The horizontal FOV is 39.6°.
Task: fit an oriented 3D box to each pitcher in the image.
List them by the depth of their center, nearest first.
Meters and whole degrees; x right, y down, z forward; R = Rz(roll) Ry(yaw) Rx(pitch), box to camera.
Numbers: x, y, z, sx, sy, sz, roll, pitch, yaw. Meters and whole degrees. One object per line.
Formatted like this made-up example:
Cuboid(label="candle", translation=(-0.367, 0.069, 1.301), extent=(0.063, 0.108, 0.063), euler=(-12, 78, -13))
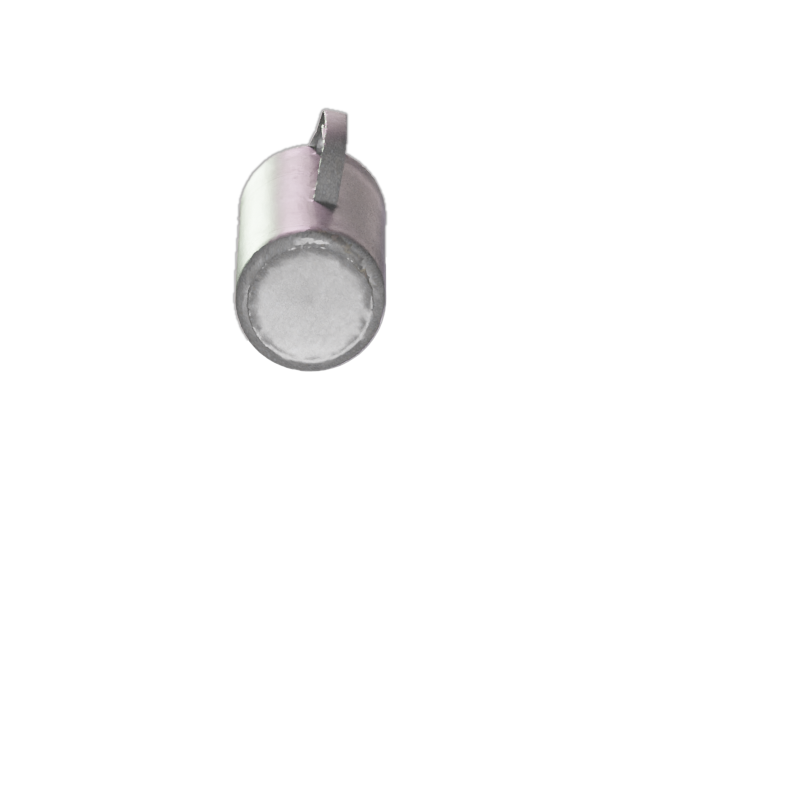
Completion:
Cuboid(label="pitcher", translation=(-0.070, -0.127, 0.888), extent=(0.145, 0.143, 0.254), euler=(-31, 20, 9))
